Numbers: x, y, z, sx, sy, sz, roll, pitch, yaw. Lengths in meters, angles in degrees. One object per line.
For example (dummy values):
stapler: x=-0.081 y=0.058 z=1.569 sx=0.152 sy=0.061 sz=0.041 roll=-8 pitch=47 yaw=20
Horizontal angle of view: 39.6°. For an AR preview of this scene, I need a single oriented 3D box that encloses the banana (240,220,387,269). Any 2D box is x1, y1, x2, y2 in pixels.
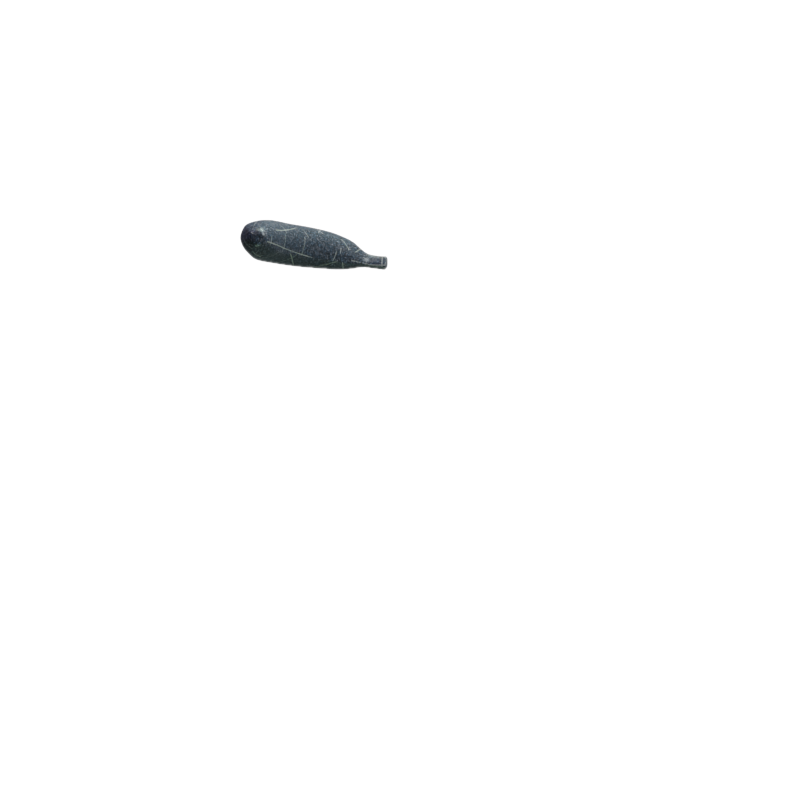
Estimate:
banana: x=-0.090 y=-0.139 z=0.988 sx=0.072 sy=0.037 sz=0.190 roll=0 pitch=1 yaw=34
